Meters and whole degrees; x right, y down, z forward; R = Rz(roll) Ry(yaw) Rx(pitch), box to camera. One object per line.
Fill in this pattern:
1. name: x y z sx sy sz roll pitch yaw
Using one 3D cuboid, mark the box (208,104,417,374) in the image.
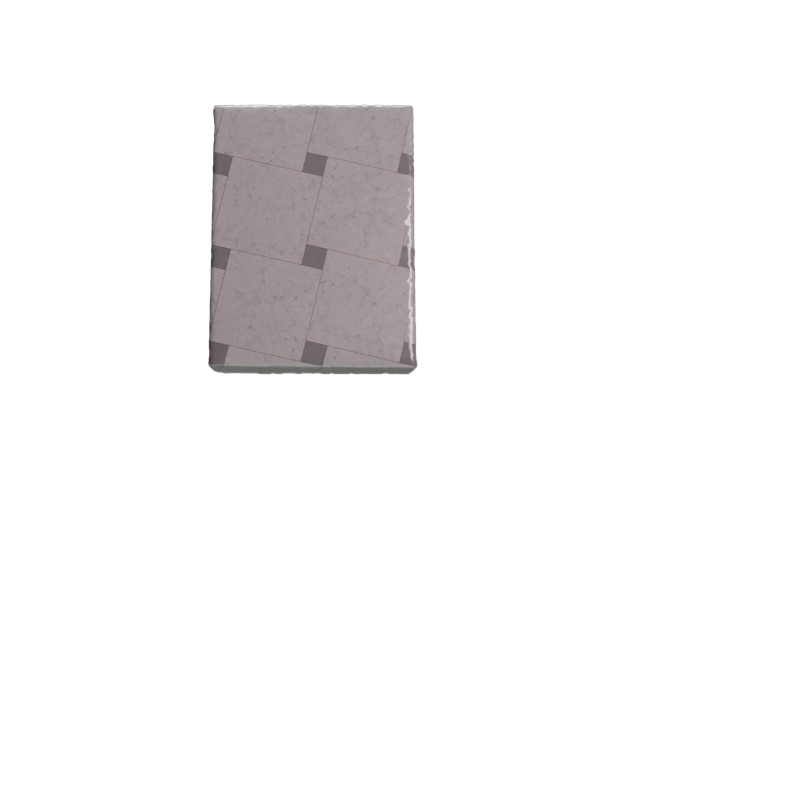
1. box: -0.071 -0.129 0.904 0.164 0.220 0.070 0 -12 -1
